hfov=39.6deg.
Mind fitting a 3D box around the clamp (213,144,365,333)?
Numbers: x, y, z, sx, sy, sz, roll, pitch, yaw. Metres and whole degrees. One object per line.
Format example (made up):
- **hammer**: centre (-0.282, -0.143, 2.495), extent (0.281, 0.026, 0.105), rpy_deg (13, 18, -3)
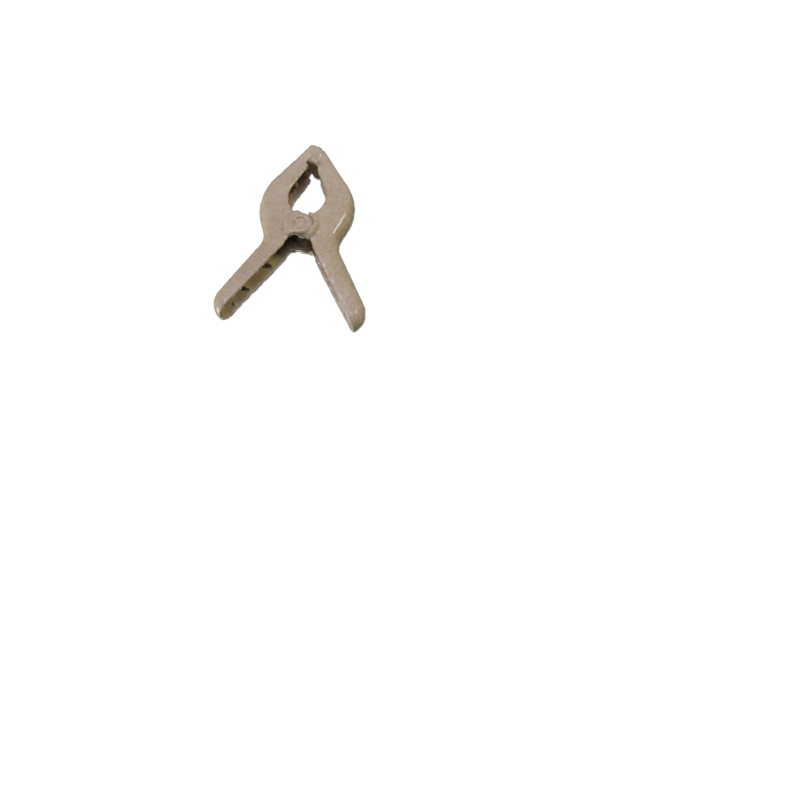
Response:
- **clamp**: centre (-0.071, -0.129, 0.905), extent (0.122, 0.179, 0.037), rpy_deg (14, -25, 6)
